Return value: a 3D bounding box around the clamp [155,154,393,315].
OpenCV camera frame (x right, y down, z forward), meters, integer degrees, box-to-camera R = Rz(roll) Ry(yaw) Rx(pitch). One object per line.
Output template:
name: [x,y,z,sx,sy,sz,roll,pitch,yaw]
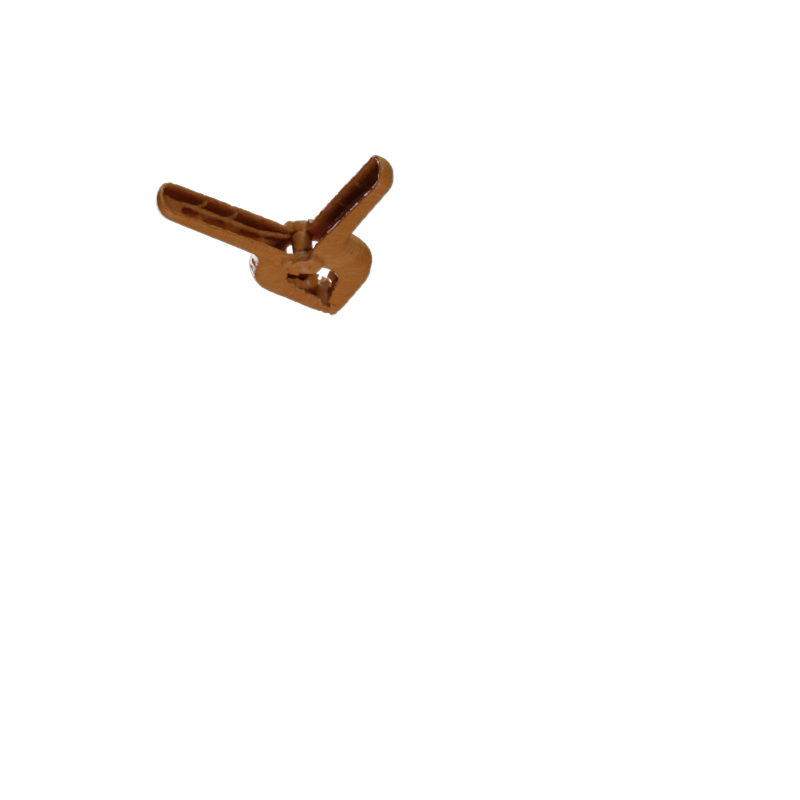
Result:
clamp: [-0.064,-0.117,0.823,0.167,0.038,0.196,-6,-21,16]
